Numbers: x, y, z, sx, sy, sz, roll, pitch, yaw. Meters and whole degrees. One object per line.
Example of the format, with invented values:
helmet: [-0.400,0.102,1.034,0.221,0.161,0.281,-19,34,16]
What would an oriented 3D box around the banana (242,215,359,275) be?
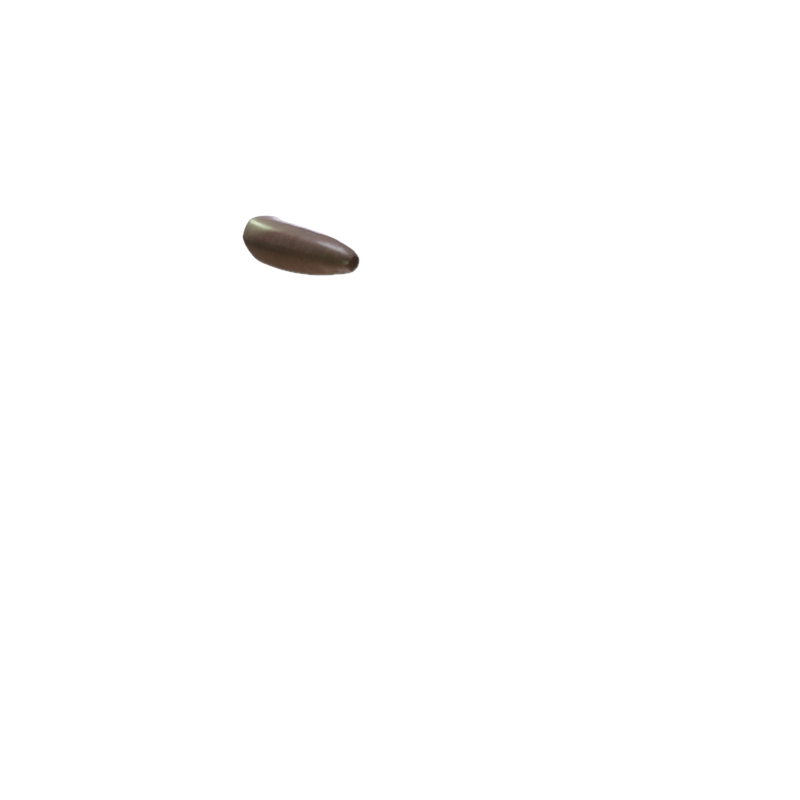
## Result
banana: [-0.089,-0.128,0.899,0.068,0.036,0.206,-3,15,-15]
